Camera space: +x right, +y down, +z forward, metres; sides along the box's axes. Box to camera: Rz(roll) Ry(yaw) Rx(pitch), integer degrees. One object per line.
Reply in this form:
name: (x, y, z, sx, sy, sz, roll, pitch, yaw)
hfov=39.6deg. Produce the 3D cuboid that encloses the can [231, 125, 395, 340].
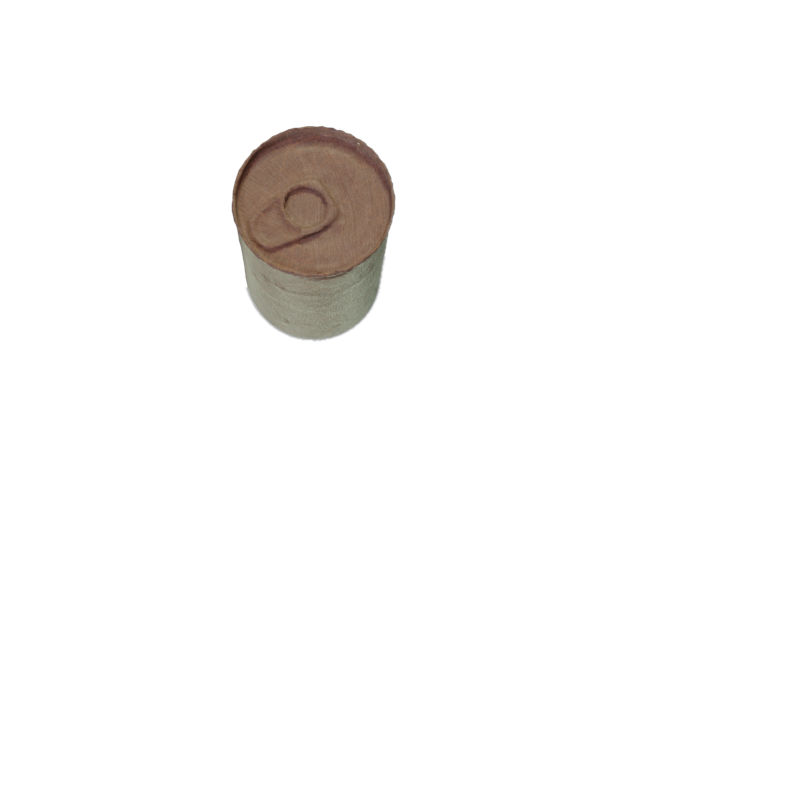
can: (-0.040, -0.072, 0.505, 0.068, 0.071, 0.098, 0, -15, -3)
